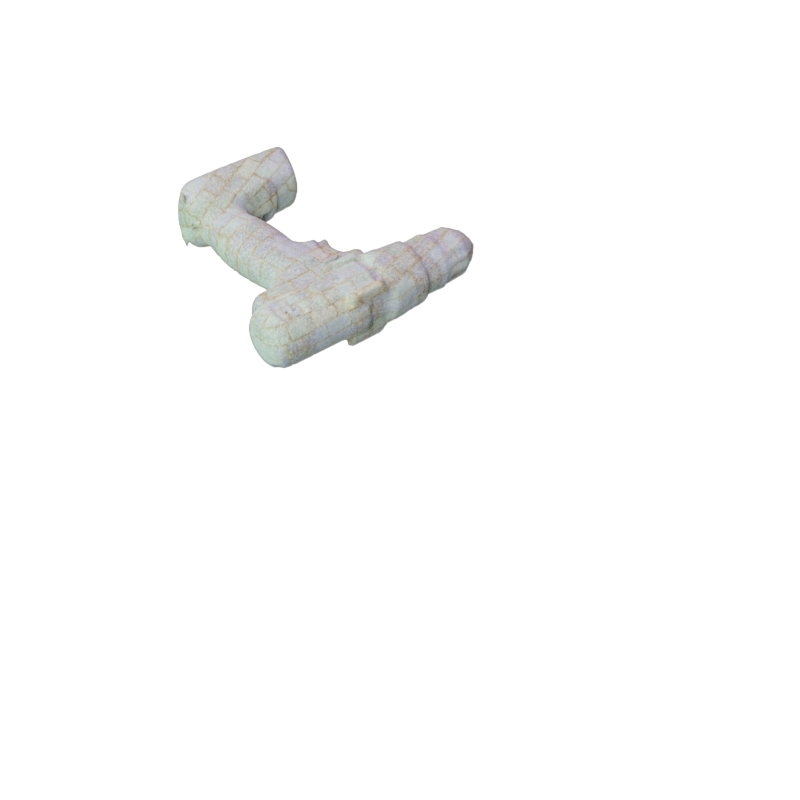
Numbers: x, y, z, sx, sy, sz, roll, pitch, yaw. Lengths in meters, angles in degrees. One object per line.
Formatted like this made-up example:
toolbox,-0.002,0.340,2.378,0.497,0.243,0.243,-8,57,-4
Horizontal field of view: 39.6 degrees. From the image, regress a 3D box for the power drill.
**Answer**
power drill,-0.065,-0.118,0.828,0.183,0.053,0.202,-26,48,-27
